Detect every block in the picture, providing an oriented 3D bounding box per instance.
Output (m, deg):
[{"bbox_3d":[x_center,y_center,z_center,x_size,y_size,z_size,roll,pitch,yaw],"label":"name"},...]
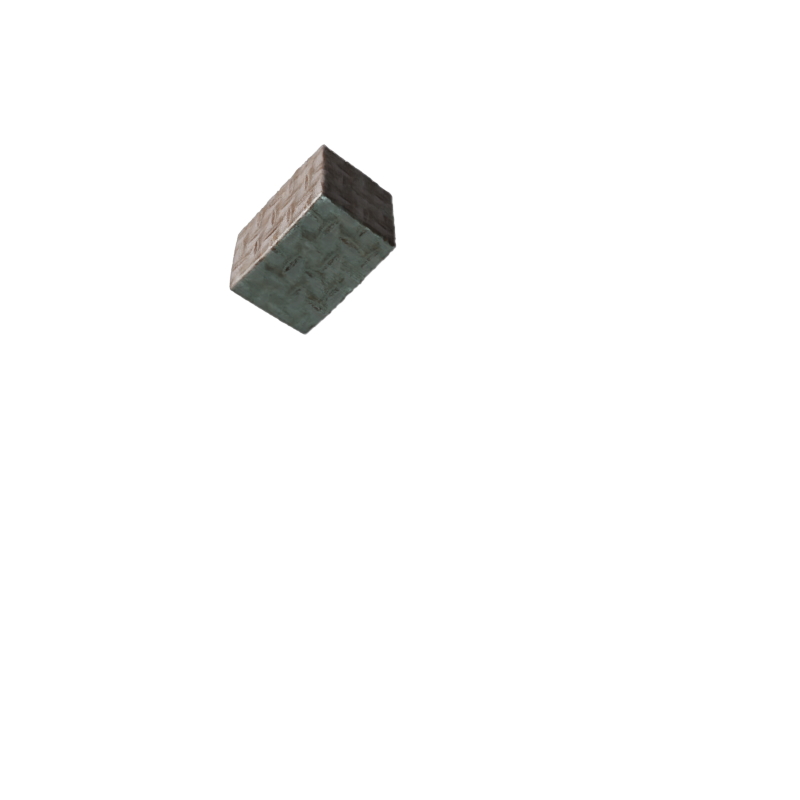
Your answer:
[{"bbox_3d":[-0.046,-0.085,0.593,0.050,0.055,0.077,35,-61,-25],"label":"block"}]
